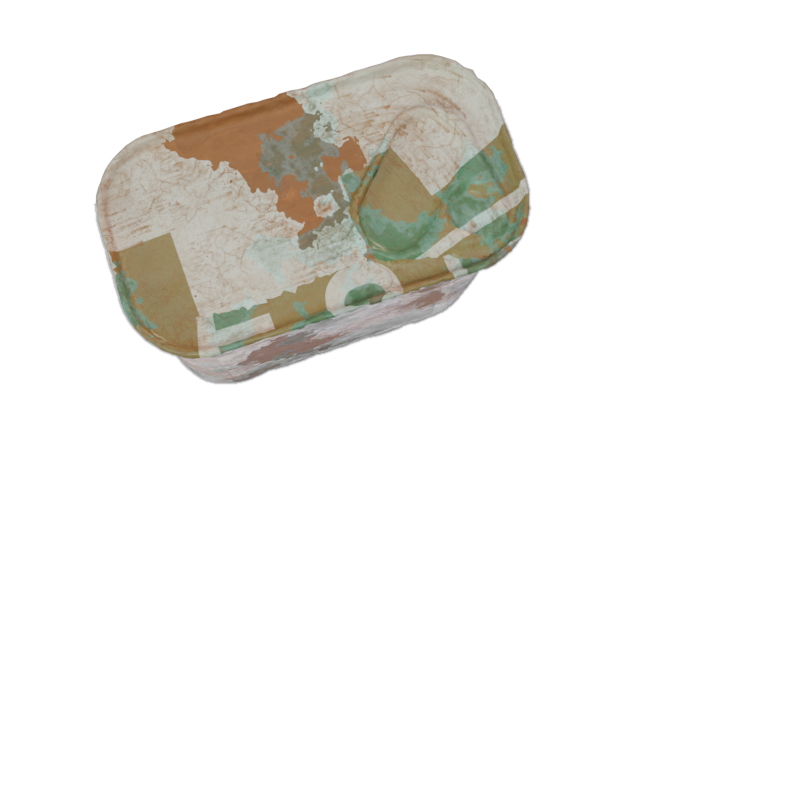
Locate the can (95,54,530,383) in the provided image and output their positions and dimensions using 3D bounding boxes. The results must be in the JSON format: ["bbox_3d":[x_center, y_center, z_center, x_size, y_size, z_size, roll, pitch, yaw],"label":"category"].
[{"bbox_3d":[-0.024,-0.044,0.306,0.102,0.059,0.082,-18,-7,-5],"label":"can"}]
